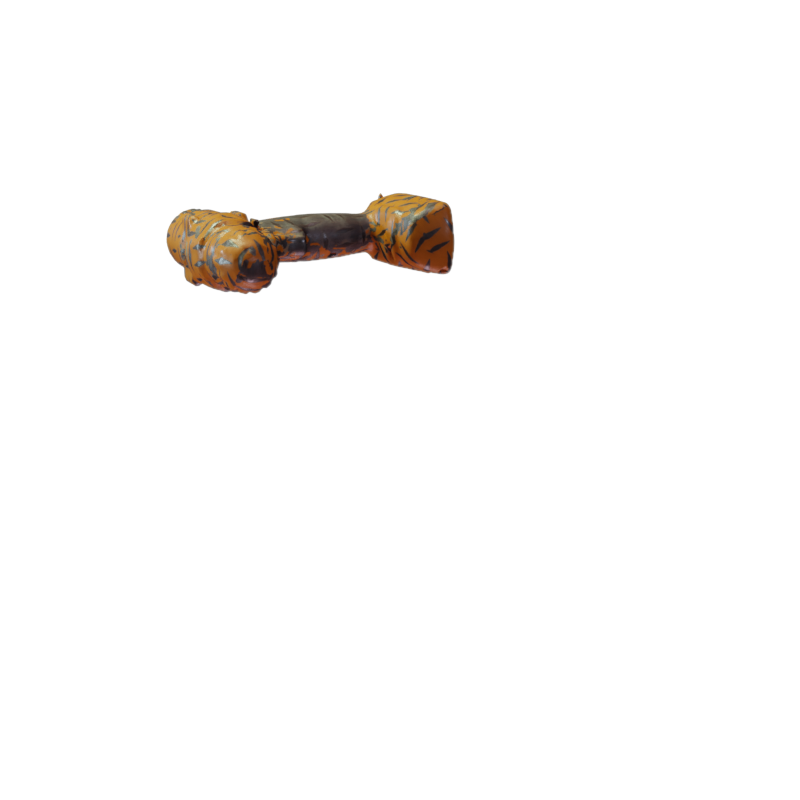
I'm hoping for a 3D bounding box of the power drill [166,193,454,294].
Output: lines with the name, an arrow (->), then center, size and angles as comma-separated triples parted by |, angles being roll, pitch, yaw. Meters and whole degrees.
power drill -> -0.061, -0.112, 0.781 | 0.183, 0.056, 0.194 | -6, 16, -20
